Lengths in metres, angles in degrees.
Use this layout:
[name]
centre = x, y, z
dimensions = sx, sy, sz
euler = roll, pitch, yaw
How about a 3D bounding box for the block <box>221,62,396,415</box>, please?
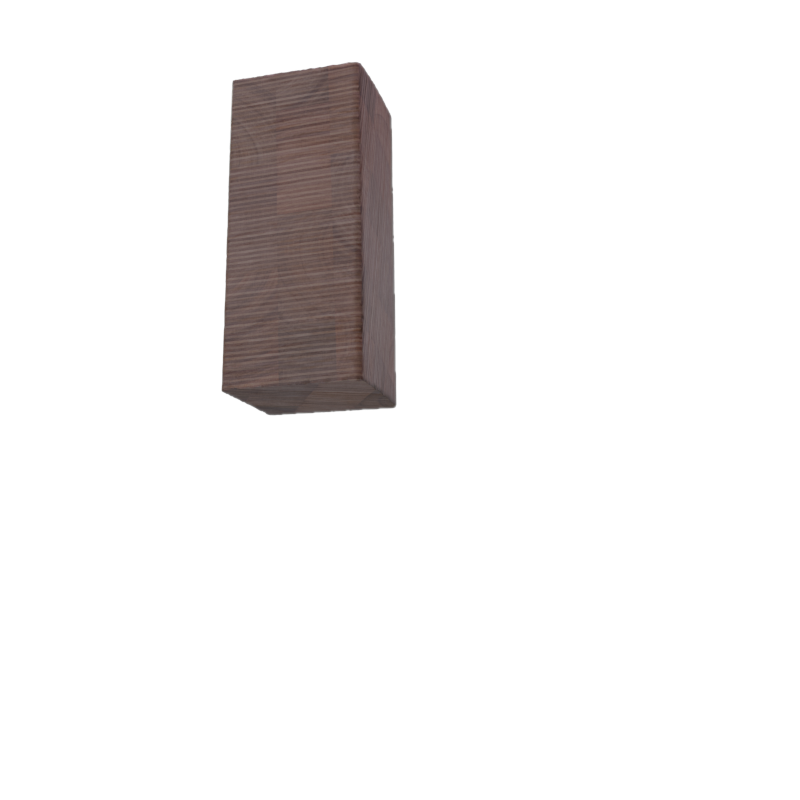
[block]
centre = -0.056, -0.102, 0.719
dimensions = 0.092, 0.215, 0.085
euler = -6, -18, 14
